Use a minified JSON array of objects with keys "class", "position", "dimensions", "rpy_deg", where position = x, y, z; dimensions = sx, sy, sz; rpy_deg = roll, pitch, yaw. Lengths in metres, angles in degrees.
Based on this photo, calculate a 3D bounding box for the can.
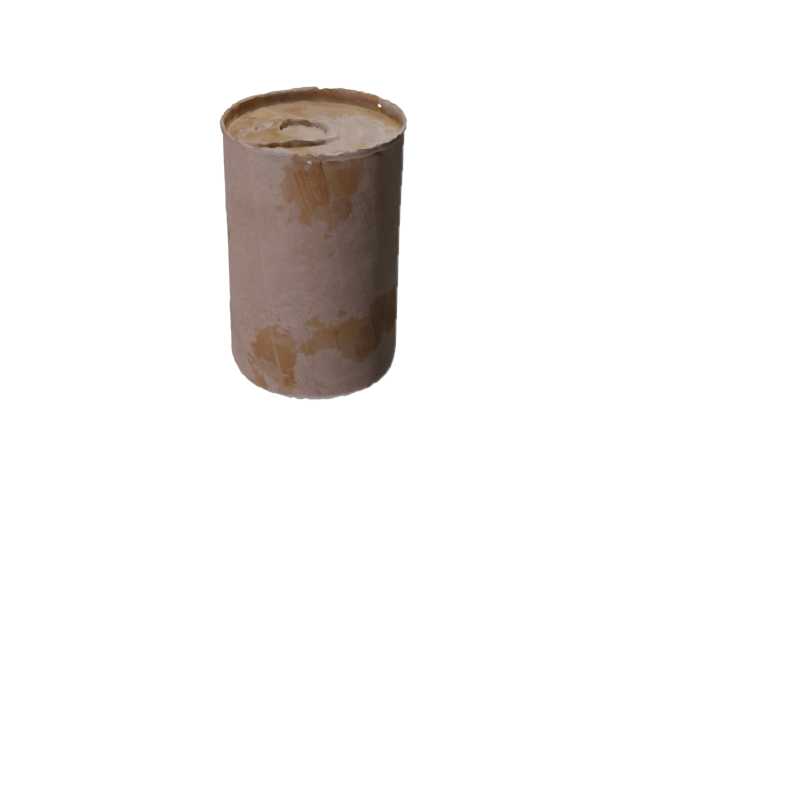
[{"class":"can","position":[-0.033,-0.061,0.425],"dimensions":[0.068,0.096,0.073],"rpy_deg":[0,31,-3]}]
